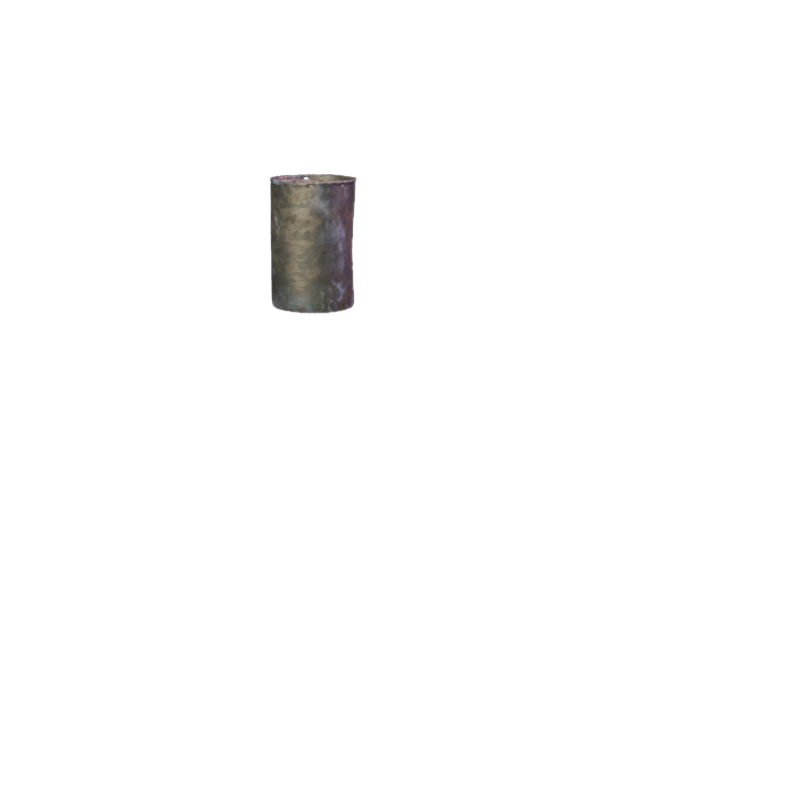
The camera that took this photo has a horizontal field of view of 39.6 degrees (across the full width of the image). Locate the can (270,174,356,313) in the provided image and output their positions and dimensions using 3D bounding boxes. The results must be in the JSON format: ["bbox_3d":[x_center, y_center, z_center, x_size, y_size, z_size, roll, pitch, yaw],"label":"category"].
[{"bbox_3d":[-0.068,-0.125,0.875,0.068,0.100,0.070,0,12,-2],"label":"can"}]
